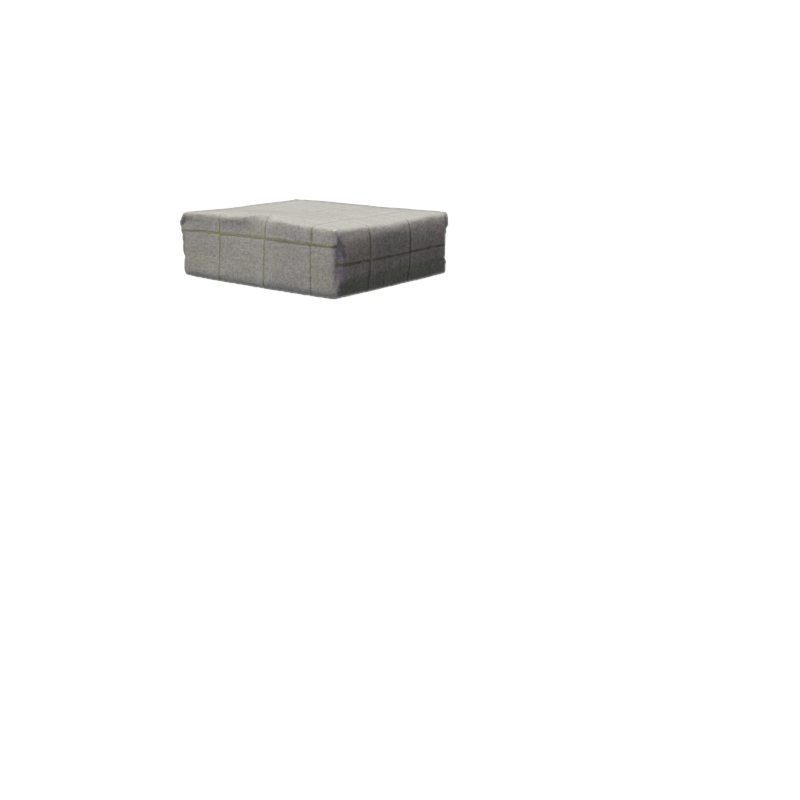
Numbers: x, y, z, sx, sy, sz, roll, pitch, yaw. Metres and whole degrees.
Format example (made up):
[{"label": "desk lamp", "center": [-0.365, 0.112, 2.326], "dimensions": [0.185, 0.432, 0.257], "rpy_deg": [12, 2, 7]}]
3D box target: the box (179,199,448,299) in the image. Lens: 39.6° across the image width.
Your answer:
[{"label": "box", "center": [-0.037, -0.067, 0.469], "dimensions": [0.094, 0.029, 0.071], "rpy_deg": [12, 19, 38]}]
